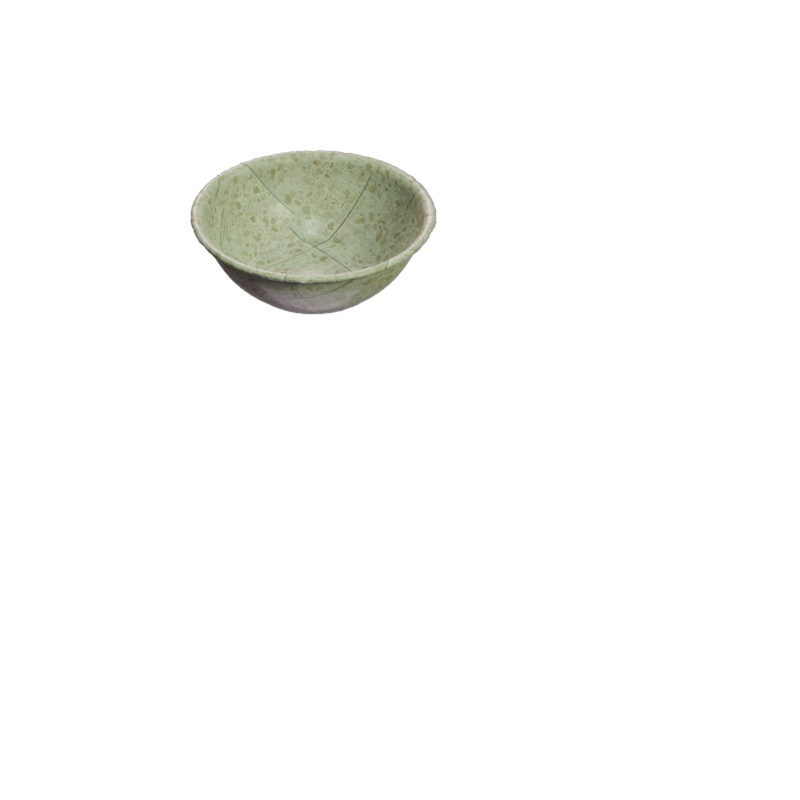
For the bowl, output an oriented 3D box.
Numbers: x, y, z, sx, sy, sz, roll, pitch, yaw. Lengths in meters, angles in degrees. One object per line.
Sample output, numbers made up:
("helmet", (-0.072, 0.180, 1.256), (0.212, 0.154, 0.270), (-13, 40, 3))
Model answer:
("bowl", (-0.058, -0.106, 0.743), (0.162, 0.051, 0.174), (-1, 39, -2))
